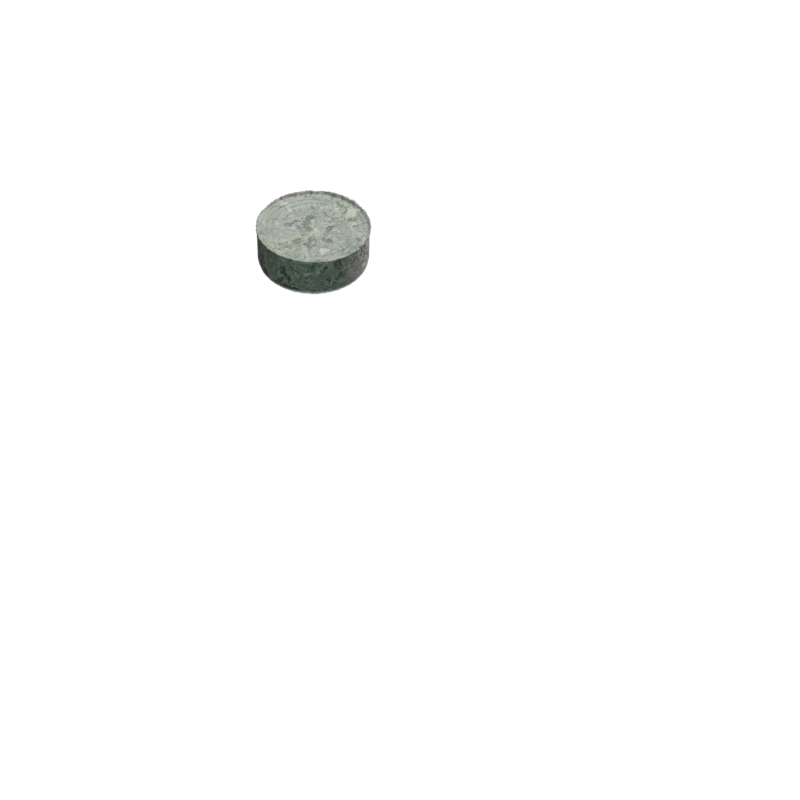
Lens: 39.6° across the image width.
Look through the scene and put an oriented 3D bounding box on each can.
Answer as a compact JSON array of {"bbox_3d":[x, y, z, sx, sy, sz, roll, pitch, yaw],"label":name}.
[{"bbox_3d":[-0.065,-0.119,0.832,0.086,0.031,0.092,-1,44,-1],"label":"can"}]
